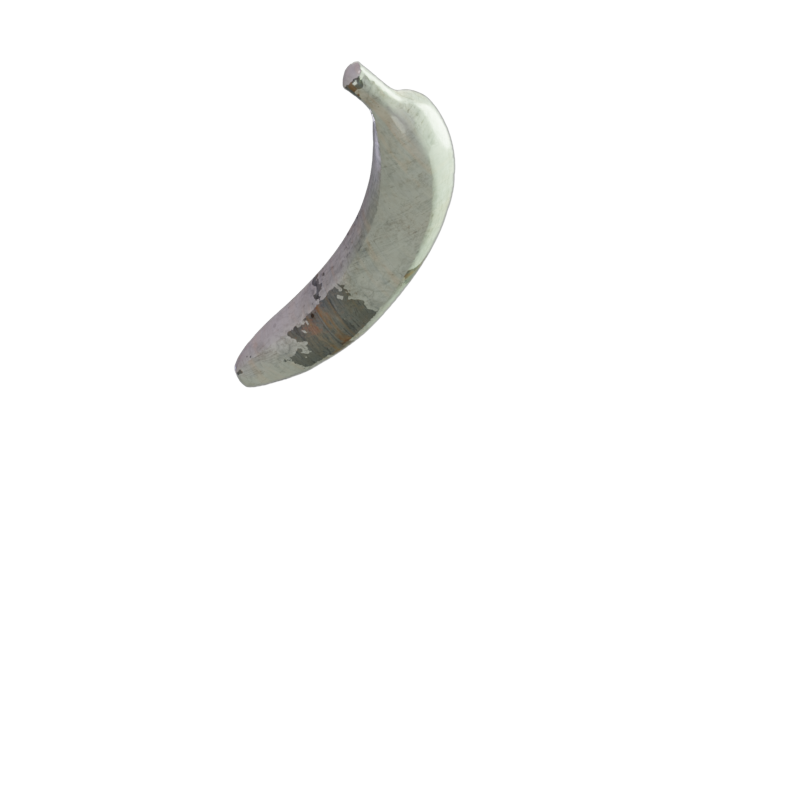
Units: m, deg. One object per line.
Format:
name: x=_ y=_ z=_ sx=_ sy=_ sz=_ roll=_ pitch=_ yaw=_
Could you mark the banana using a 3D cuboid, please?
banana: x=-0.021 y=-0.072 z=0.508 sx=0.068 sy=0.039 sz=0.188 roll=13 pitch=-47 yaw=-14
